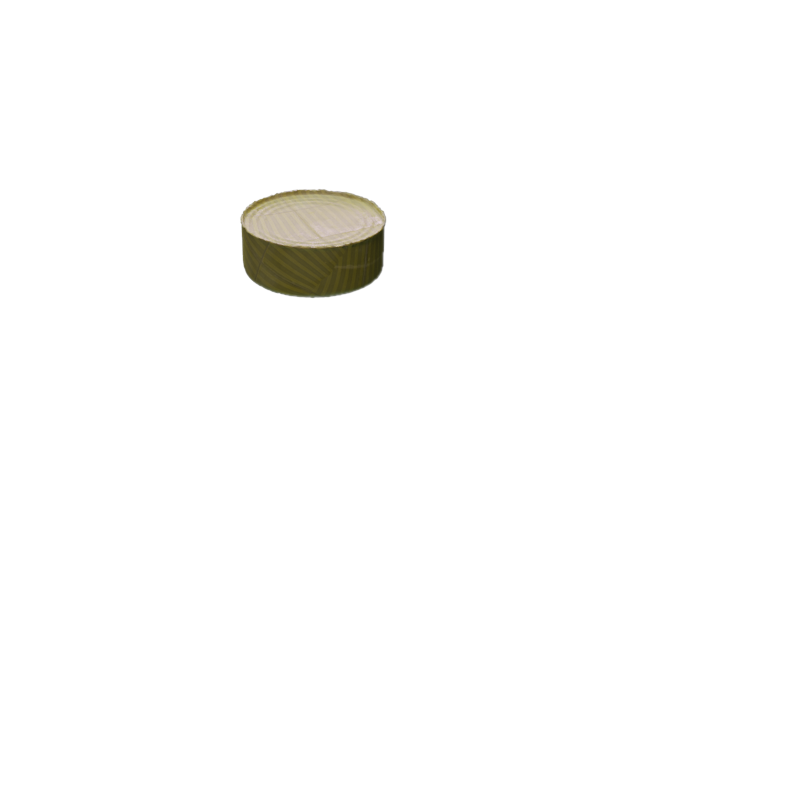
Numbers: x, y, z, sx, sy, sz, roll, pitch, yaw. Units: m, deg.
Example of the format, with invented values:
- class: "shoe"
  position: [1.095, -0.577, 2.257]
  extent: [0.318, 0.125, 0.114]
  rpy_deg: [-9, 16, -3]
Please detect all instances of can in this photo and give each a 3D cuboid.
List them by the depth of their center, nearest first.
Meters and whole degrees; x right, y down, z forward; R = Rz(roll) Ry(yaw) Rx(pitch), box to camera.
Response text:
- class: "can"
  position: [-0.052, -0.094, 0.659]
  extent: [0.086, 0.032, 0.091]
  rpy_deg: [-1, 31, -2]
